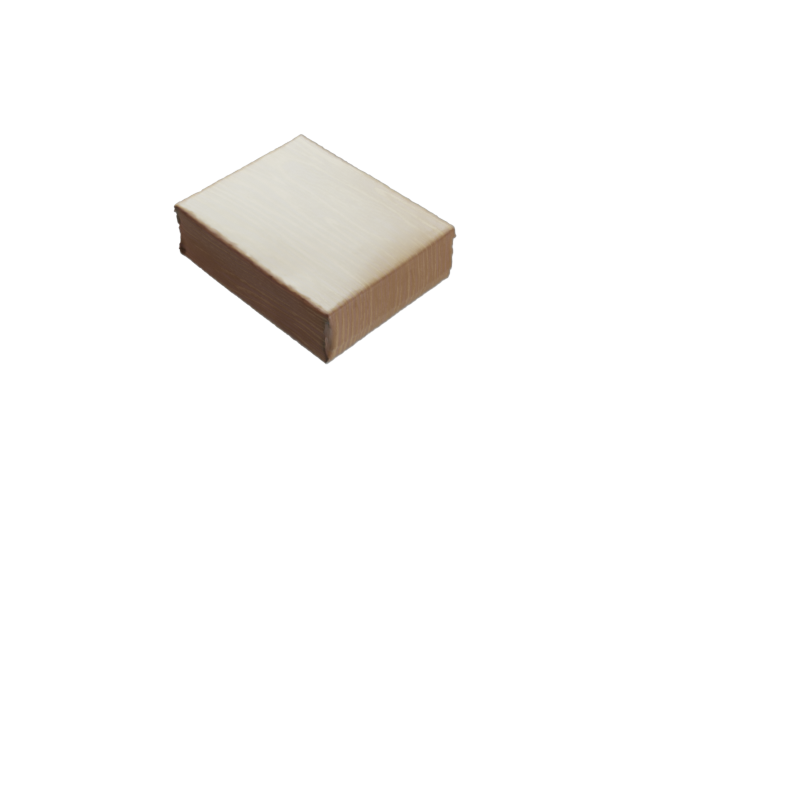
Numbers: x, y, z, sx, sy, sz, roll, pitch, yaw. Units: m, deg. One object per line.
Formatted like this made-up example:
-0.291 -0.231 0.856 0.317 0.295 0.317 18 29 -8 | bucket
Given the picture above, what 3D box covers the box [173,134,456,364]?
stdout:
-0.043 -0.079 0.556 0.121 0.036 0.090 34 52 30 | box
